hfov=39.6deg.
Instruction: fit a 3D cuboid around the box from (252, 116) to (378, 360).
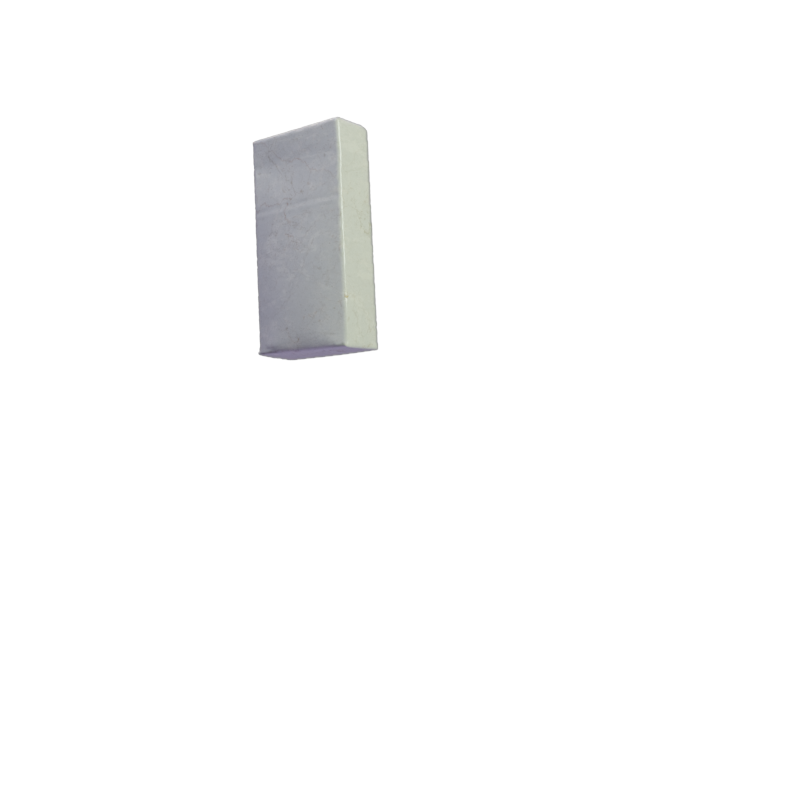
[{"bbox_3d":[-0.067,-0.123,0.863,0.096,0.182,0.045,-9,-15,38],"label":"box"}]
